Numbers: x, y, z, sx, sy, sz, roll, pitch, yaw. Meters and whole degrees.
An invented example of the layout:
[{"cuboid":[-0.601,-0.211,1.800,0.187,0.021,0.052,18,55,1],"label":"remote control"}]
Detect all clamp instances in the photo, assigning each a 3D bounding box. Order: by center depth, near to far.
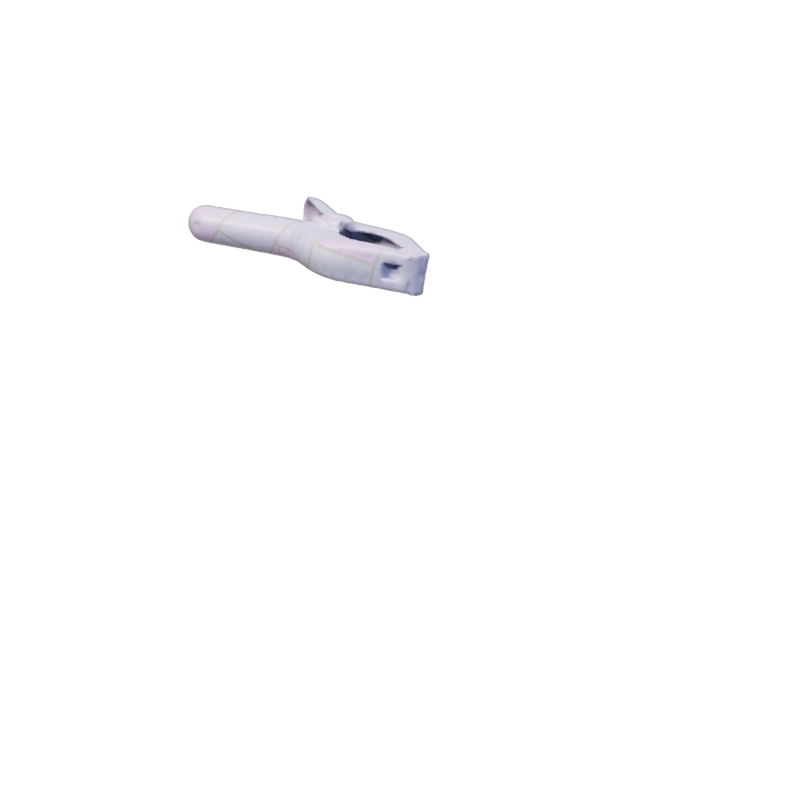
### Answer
[{"cuboid":[-0.057,-0.105,0.734,0.118,0.038,0.183,-15,27,-34],"label":"clamp"}]
